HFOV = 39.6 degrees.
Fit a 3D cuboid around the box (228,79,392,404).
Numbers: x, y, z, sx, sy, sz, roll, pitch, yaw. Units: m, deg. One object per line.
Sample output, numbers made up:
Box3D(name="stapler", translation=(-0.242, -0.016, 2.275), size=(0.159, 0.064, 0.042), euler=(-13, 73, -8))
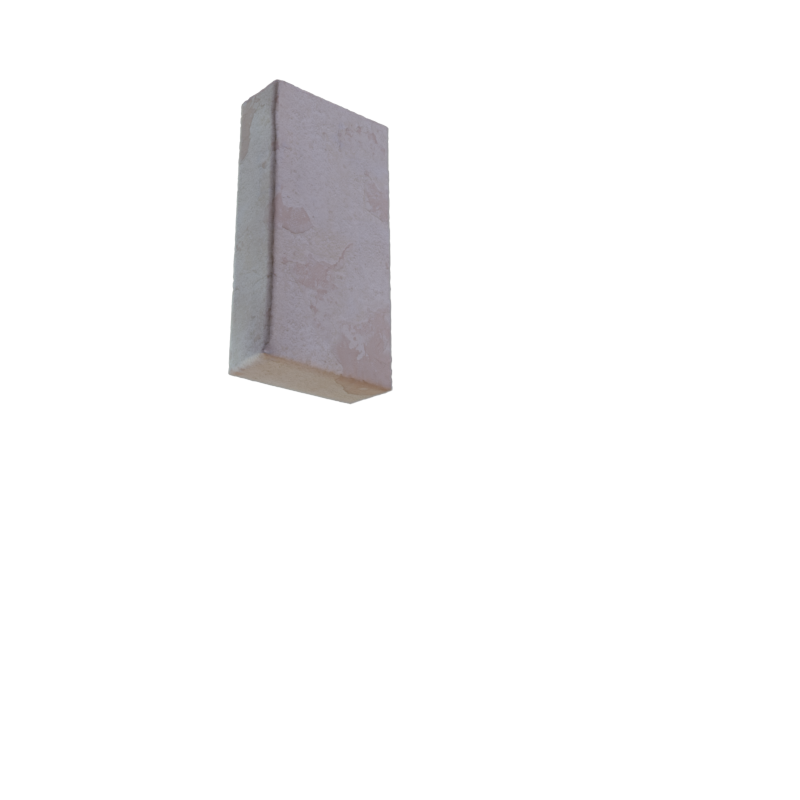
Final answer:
Box3D(name="box", translation=(-0.052, -0.094, 0.662), size=(0.088, 0.186, 0.048), euler=(17, -31, -36))
